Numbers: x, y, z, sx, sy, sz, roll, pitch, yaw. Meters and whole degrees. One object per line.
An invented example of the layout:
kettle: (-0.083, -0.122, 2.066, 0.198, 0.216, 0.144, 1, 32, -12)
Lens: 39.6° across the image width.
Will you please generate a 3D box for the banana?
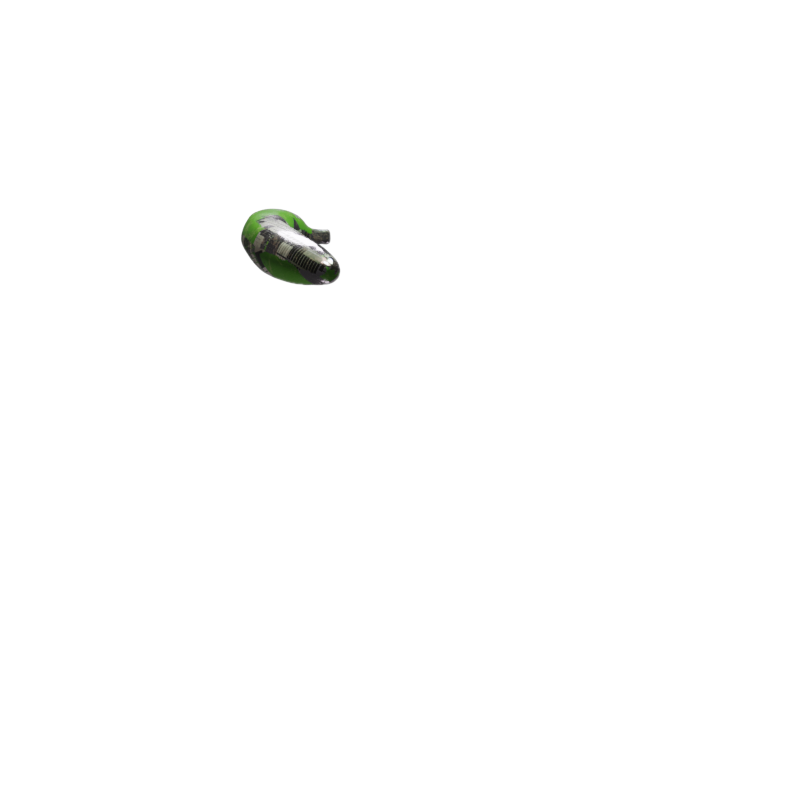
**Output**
banana: (-0.082, -0.116, 0.807, 0.069, 0.036, 0.205, -1, 17, -4)
